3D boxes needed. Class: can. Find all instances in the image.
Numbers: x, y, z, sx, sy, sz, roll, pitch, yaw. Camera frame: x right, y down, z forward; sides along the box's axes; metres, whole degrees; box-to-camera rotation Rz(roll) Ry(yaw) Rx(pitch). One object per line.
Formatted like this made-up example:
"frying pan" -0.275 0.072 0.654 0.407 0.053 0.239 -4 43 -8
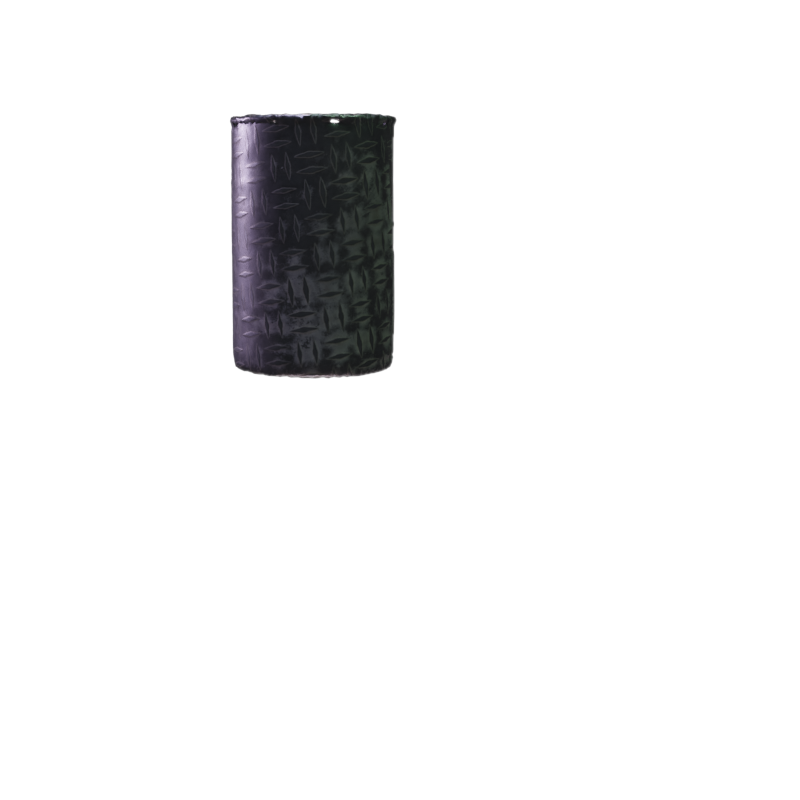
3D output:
"can" -0.036 -0.065 0.456 0.068 0.101 0.070 0 6 -2
